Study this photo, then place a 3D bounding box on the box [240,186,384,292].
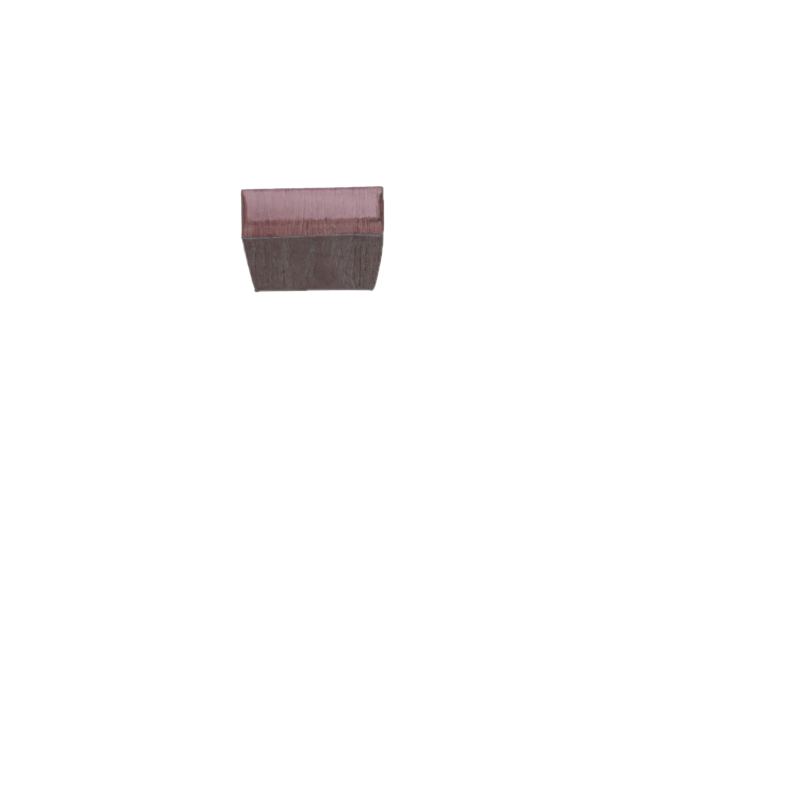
[{"bbox_3d":[-0.057,-0.105,0.734,0.090,0.041,0.109,0,-16,-2],"label":"box"}]
